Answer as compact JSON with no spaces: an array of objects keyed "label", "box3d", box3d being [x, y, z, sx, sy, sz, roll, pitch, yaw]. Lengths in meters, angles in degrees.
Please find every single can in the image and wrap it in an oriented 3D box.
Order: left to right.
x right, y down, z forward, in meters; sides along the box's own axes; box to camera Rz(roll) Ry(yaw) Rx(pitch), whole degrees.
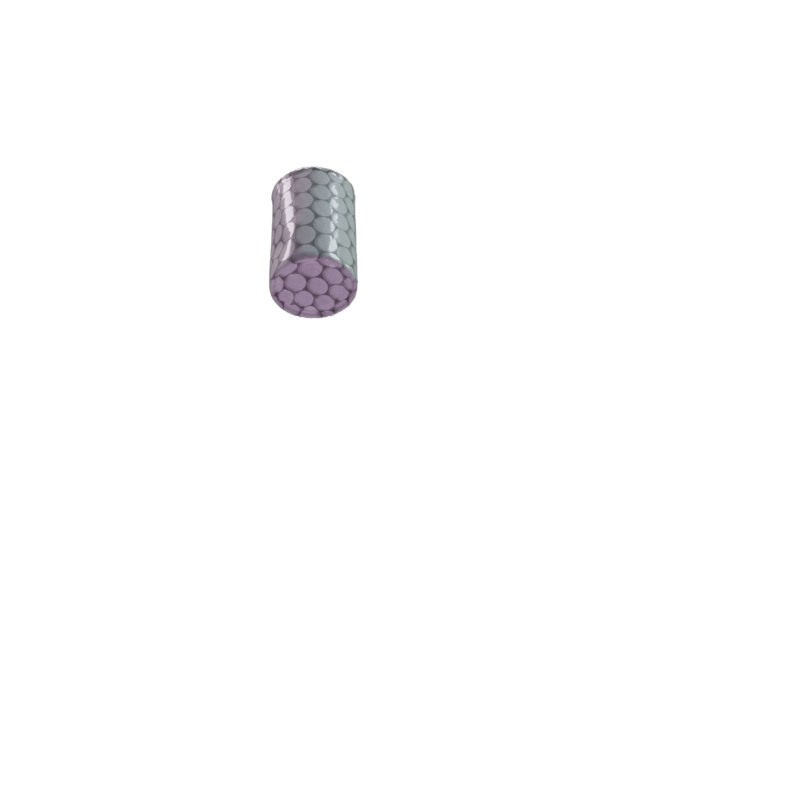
[{"label":"can","box3d":[-0.067,-0.122,0.857,0.068,0.110,0.064,-1,-42,-3]}]
